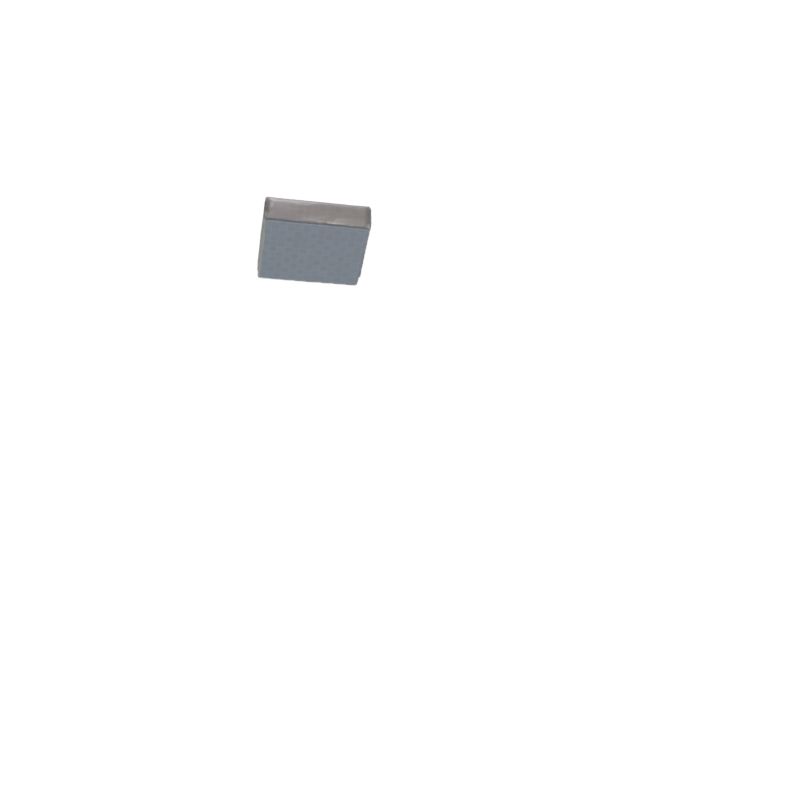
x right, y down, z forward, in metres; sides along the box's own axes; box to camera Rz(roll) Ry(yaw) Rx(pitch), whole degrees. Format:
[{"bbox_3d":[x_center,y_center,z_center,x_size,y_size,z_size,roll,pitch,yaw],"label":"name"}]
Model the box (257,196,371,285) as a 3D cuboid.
[{"bbox_3d":[-0.073,-0.133,0.930,0.088,0.032,0.069,5,-39,-6],"label":"box"}]
